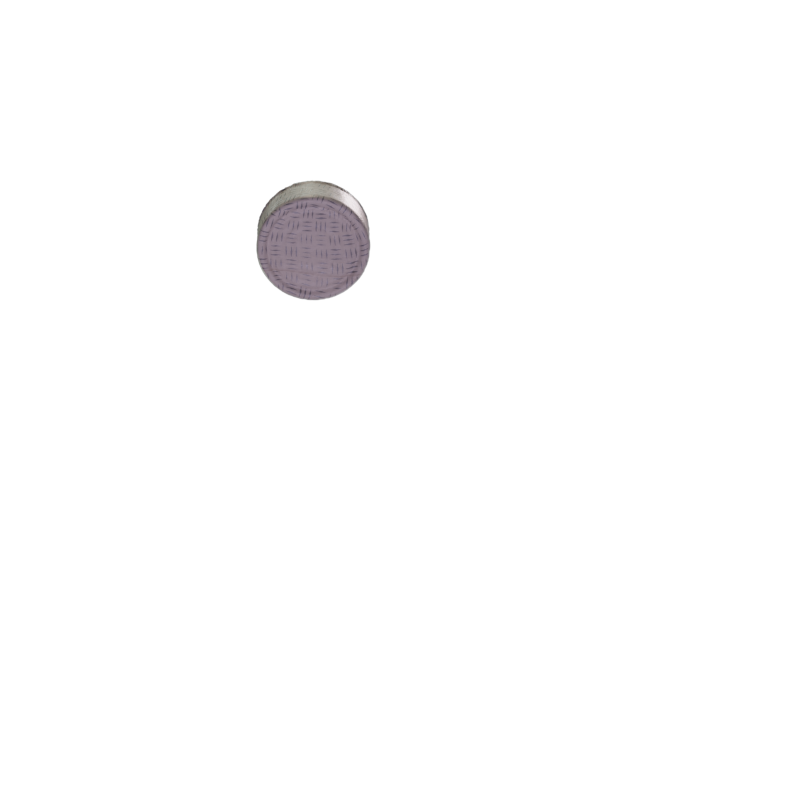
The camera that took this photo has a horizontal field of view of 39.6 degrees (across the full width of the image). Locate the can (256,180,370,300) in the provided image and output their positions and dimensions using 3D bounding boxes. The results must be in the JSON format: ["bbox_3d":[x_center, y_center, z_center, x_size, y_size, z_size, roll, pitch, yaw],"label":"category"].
[{"bbox_3d":[-0.065,-0.118,0.829,0.086,0.081,0.035,1,26,-1],"label":"can"}]
